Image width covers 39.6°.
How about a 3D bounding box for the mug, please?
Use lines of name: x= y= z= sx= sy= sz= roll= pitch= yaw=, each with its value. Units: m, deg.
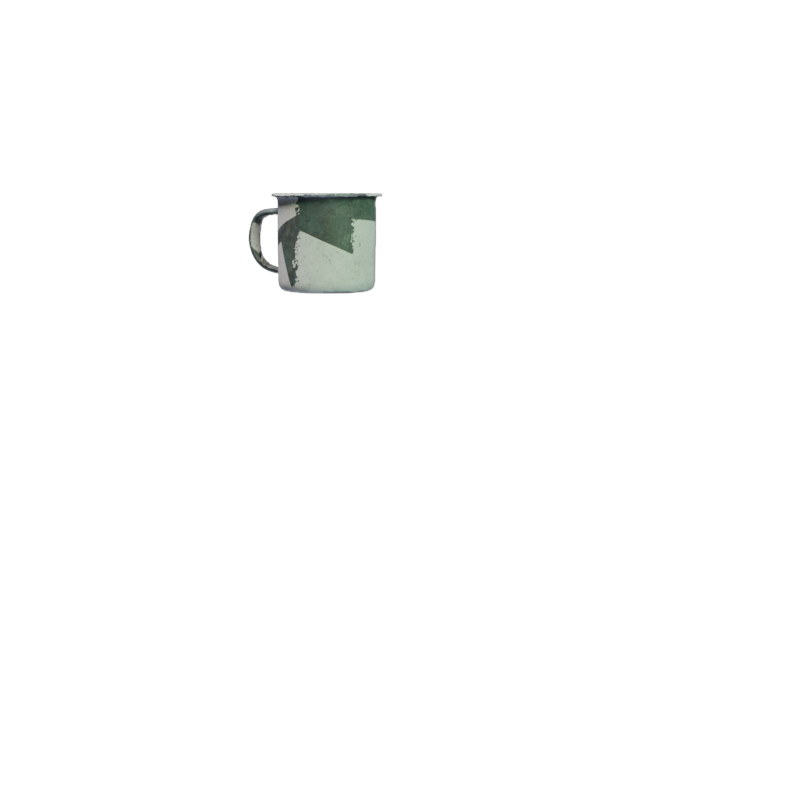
mug: x=-0.073 y=-0.133 z=0.931 sx=0.120 sy=0.081 sz=0.092 roll=3 pitch=7 yaw=17
